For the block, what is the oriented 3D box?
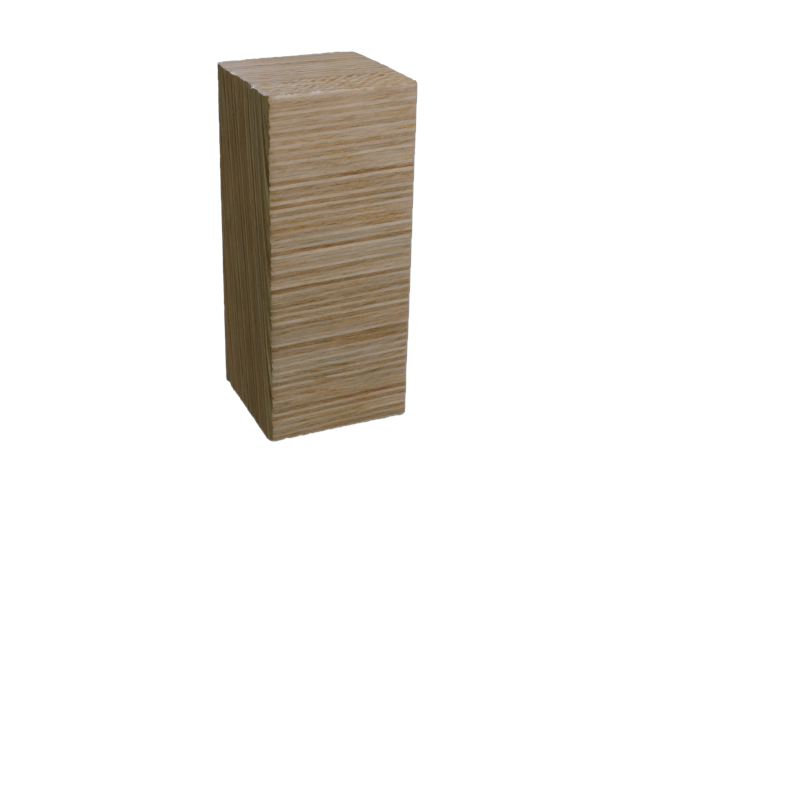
[{"bbox_3d":[-0.052,-0.094,0.659,0.089,0.196,0.097,-9,26,-23],"label":"block"}]
